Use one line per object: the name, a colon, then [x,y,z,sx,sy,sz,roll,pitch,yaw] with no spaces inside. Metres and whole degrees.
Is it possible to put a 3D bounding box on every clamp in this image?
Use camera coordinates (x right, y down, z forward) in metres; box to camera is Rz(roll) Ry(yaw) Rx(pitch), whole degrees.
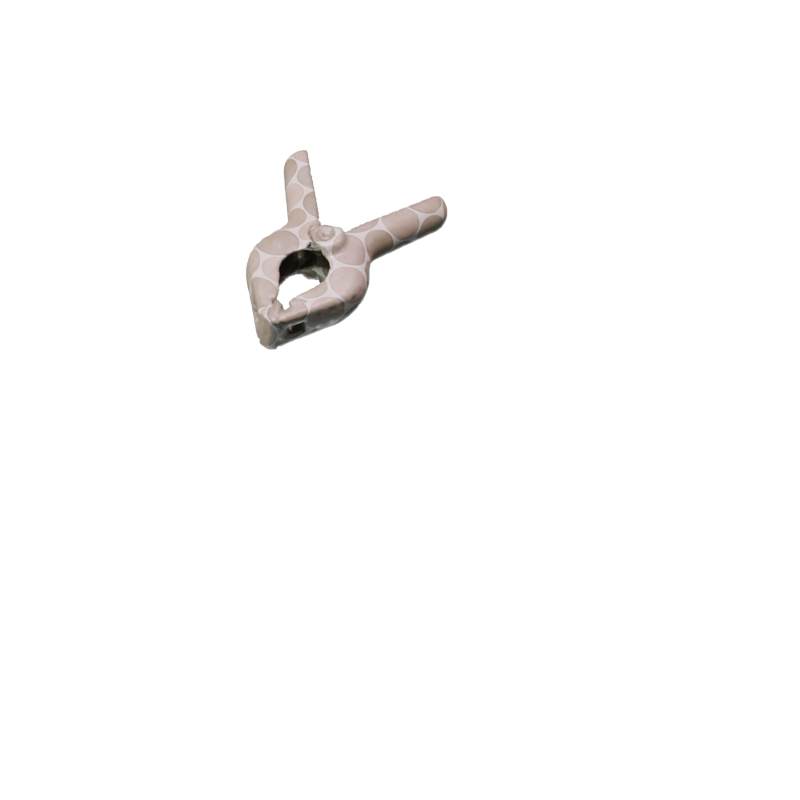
clamp: [-0.058,-0.105,0.735,0.126,0.036,0.176,22,47,22]
